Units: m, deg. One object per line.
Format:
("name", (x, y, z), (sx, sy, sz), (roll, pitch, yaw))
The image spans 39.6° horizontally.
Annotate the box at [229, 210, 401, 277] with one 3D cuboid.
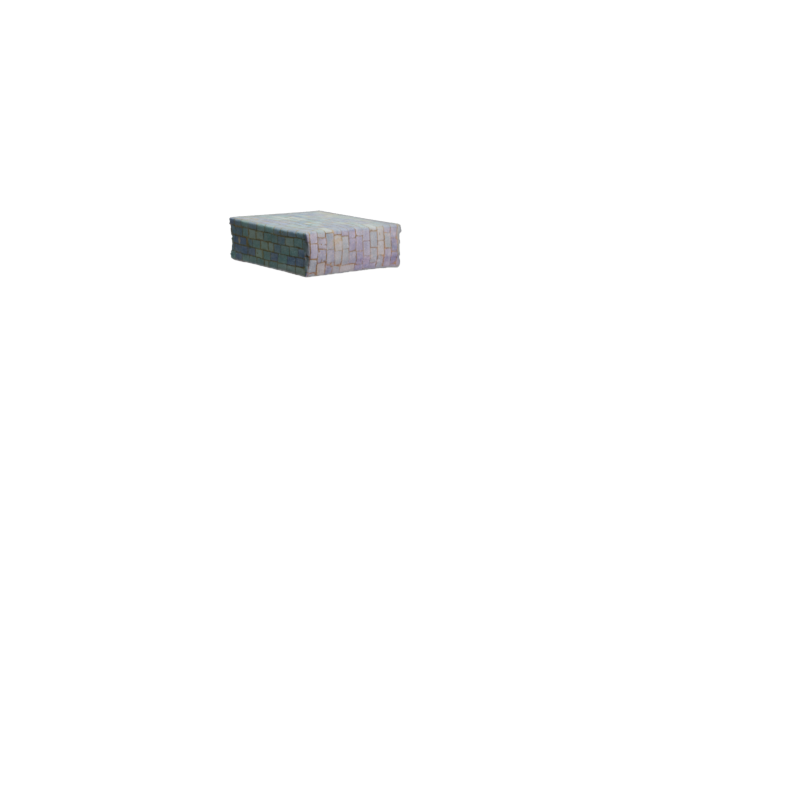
("box", (-0.068, -0.124, 0.868), (0.087, 0.038, 0.119), (-9, 16, -36))
